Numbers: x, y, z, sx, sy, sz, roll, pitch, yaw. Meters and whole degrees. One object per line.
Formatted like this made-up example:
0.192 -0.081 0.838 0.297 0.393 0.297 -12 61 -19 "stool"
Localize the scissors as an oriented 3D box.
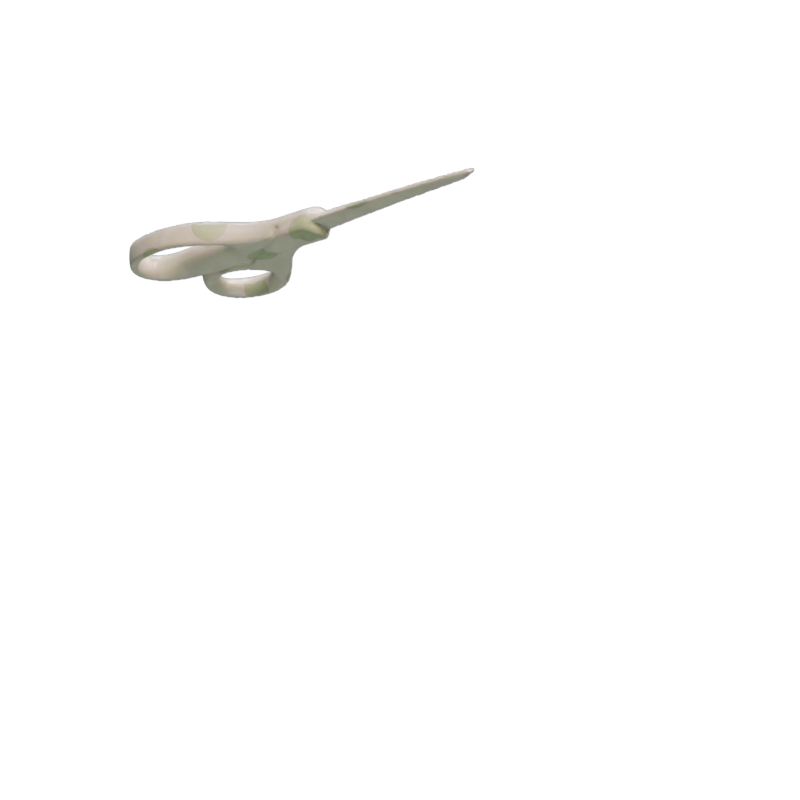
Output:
-0.045 -0.082 0.572 0.206 0.016 0.090 -6 -16 23 "scissors"
